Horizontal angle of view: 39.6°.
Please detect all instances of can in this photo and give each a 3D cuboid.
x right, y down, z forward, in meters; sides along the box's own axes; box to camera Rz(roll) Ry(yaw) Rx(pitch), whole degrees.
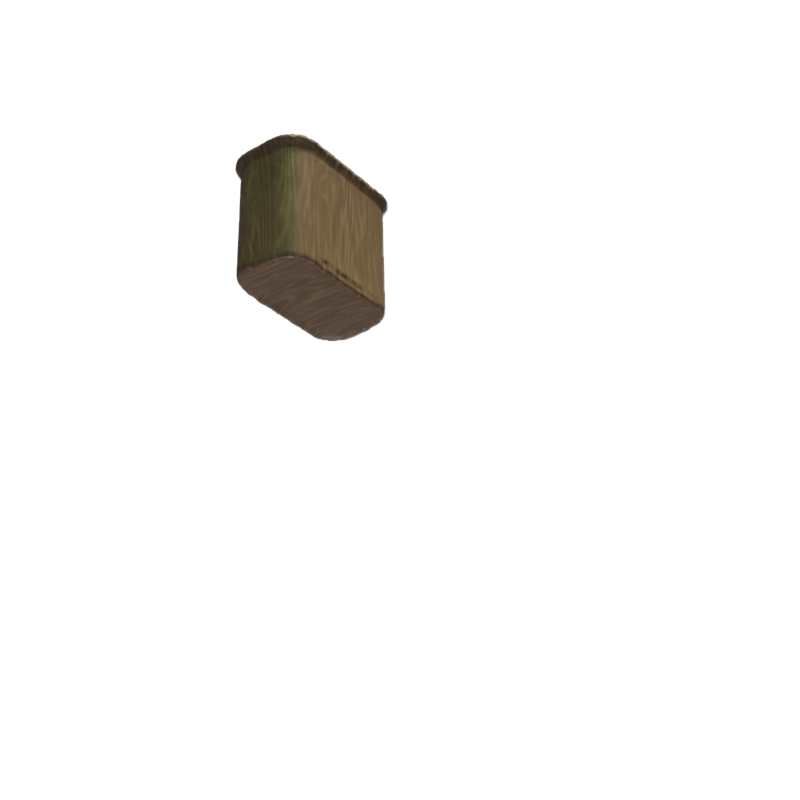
[{"bbox_3d":[-0.051,-0.094,0.657,0.058,0.089,0.095,-23,-37,31],"label":"can"}]
